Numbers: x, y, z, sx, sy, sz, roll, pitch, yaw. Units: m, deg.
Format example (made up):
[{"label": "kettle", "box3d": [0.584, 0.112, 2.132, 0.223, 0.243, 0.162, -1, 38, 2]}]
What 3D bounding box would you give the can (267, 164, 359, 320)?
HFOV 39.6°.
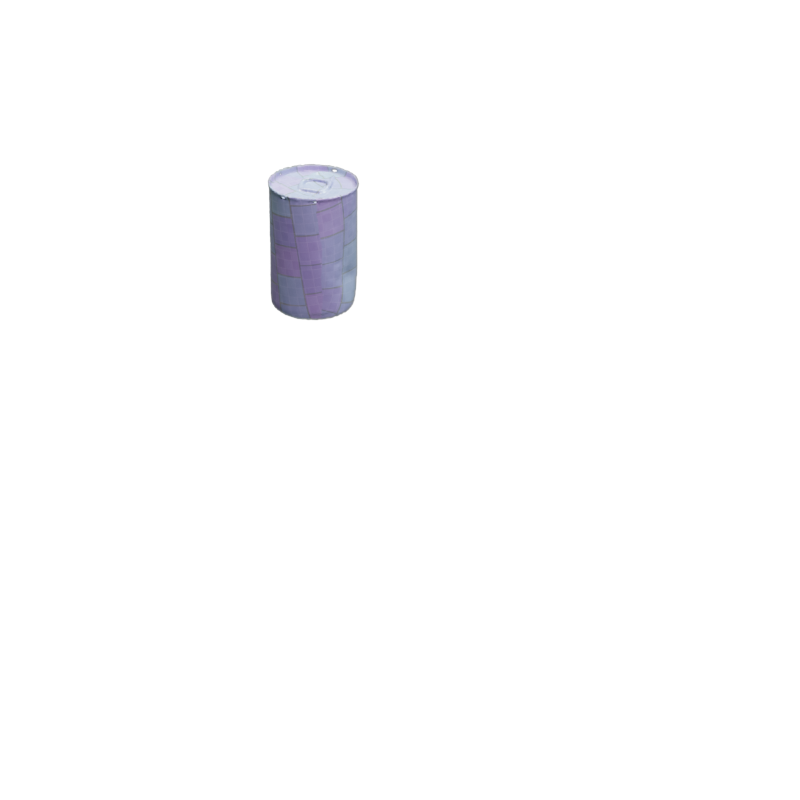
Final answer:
[{"label": "can", "box3d": [-0.066, -0.121, 0.849, 0.068, 0.096, 0.073, 0, 29, -2]}]
